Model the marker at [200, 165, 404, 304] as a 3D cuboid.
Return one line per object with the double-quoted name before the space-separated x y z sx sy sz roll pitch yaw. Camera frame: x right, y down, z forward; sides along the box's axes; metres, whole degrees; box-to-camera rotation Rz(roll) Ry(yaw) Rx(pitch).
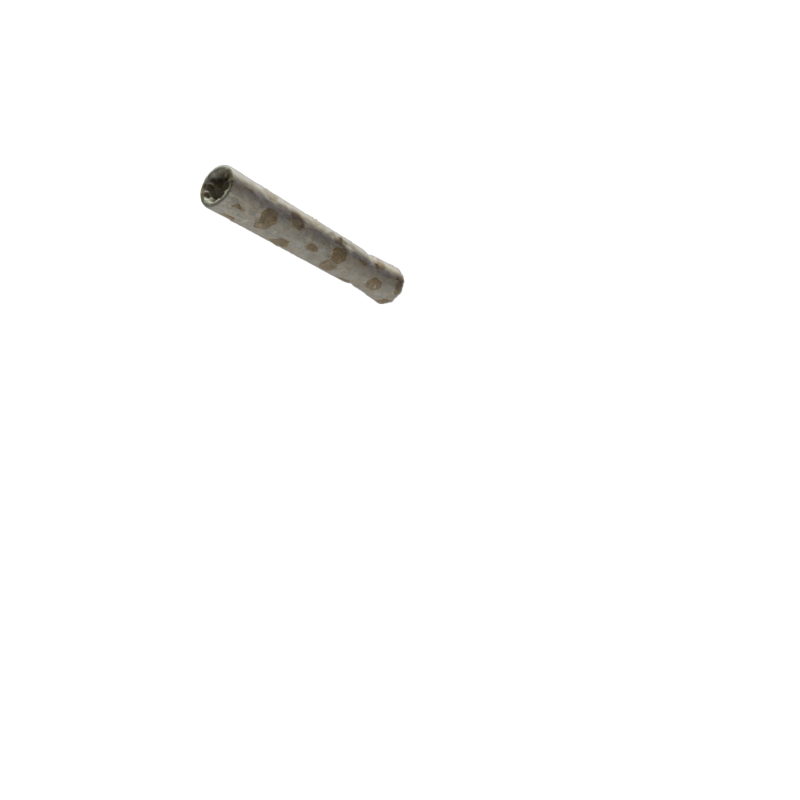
"marker" -0.037 -0.068 0.478 0.021 0.020 0.113 3 -15 41
